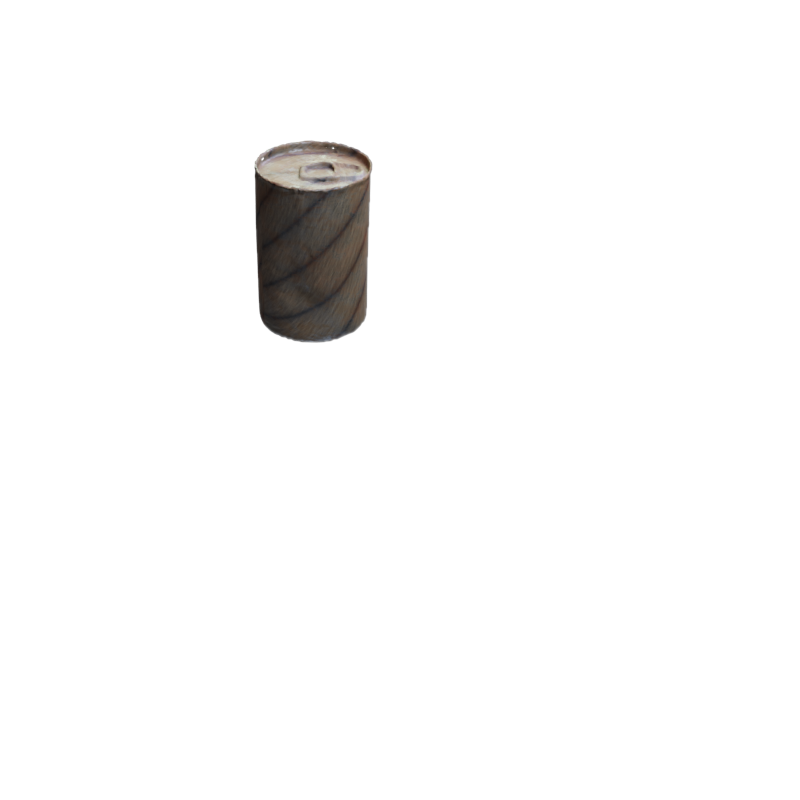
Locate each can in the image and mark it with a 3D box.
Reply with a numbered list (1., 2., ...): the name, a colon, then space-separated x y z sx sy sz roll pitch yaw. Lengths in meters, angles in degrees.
1. can: -0.052 -0.094 0.659 0.068 0.096 0.073 0 31 -3
